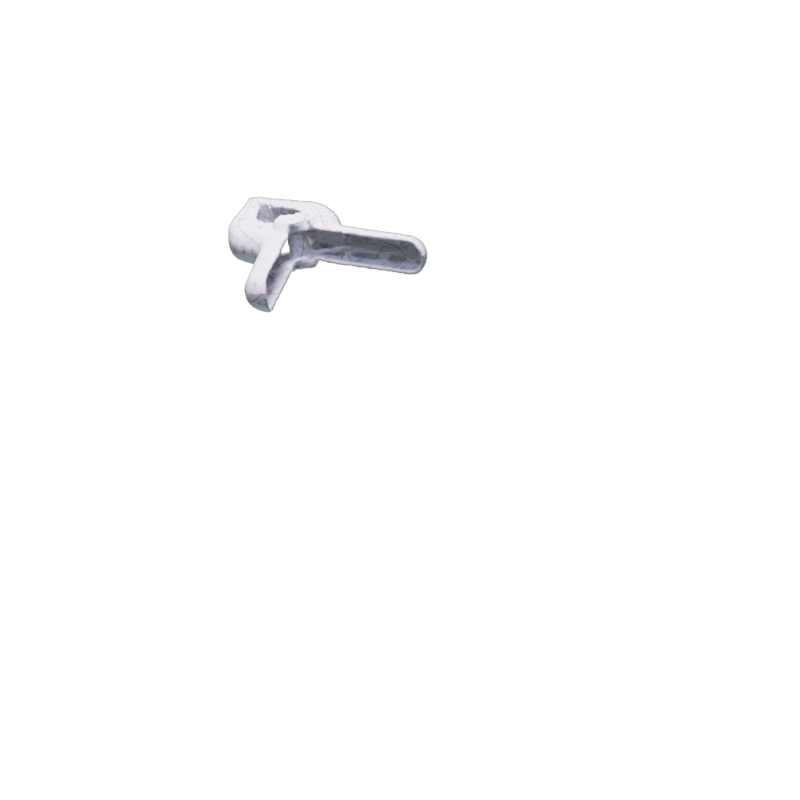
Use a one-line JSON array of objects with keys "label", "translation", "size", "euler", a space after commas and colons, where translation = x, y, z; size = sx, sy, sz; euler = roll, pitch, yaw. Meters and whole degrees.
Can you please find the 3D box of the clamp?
[{"label": "clamp", "translation": [-0.059, -0.107, 0.751], "size": [0.118, 0.037, 0.183], "euler": [-7, 28, -15]}]
